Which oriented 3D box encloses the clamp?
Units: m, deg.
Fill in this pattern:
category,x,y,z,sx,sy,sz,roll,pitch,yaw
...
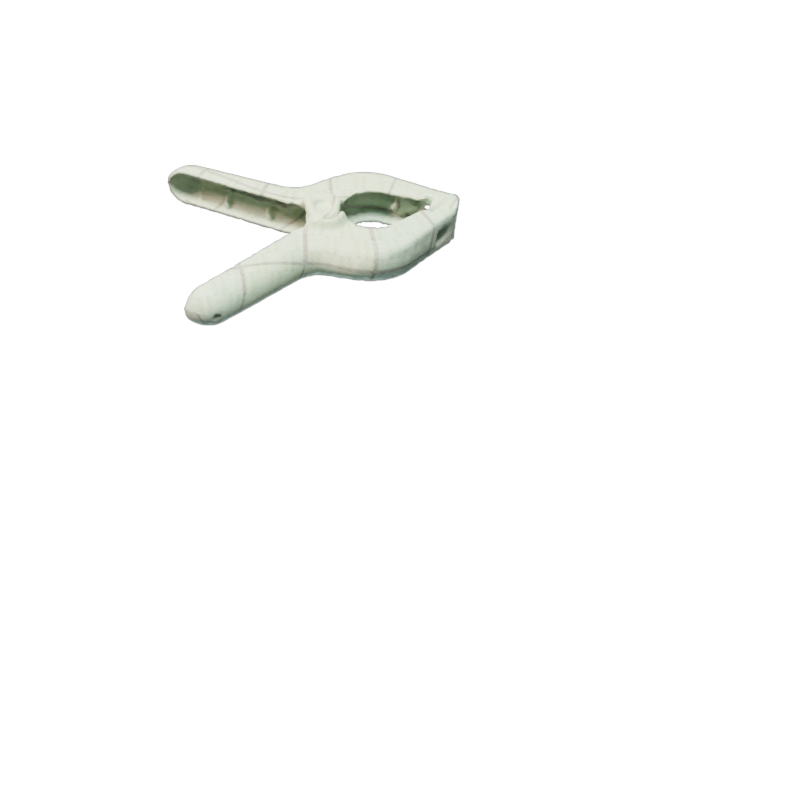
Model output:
category,x,y,z,sx,sy,sz,roll,pitch,yaw
clamp,-0.049,-0.090,0.630,0.171,0.129,0.037,-2,-38,-2
